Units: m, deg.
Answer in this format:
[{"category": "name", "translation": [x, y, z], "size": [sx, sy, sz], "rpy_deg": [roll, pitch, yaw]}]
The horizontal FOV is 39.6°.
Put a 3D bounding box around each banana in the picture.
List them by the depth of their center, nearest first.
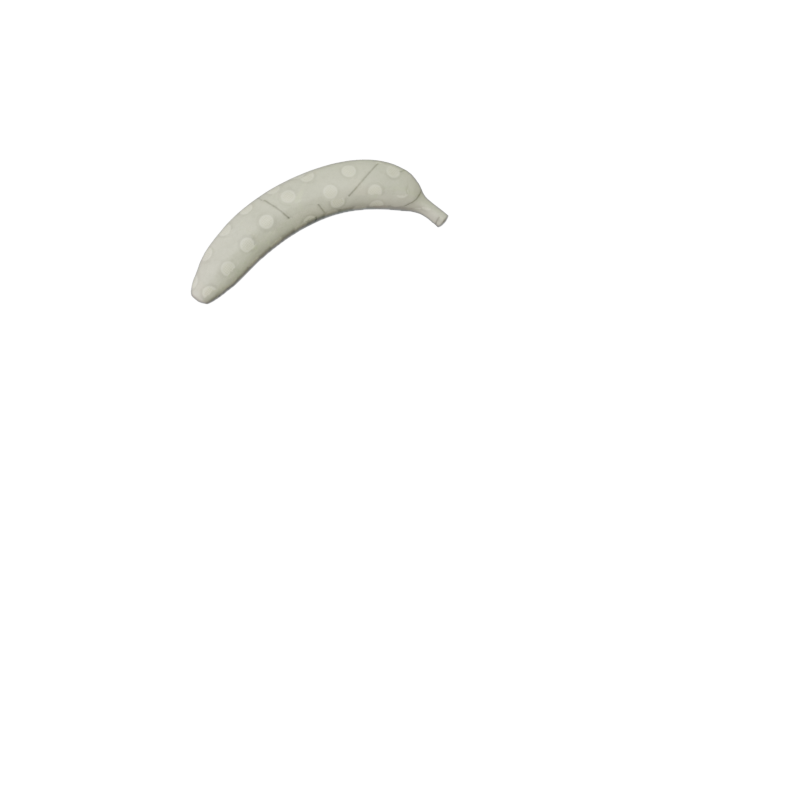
[{"category": "banana", "translation": [-0.066, -0.132, 0.808], "size": [0.197, 0.074, 0.035], "rpy_deg": [-20, -20, -8]}]
